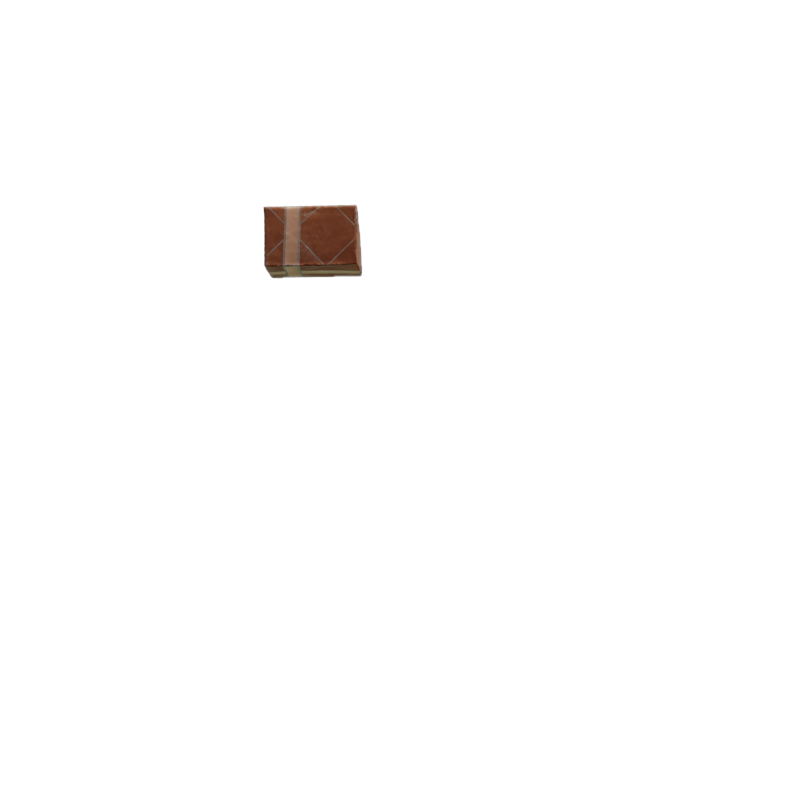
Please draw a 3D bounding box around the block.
[{"bbox_3d":[-0.071,-0.130,0.912,0.078,0.053,0.051,-1,-8,3],"label":"block"}]
